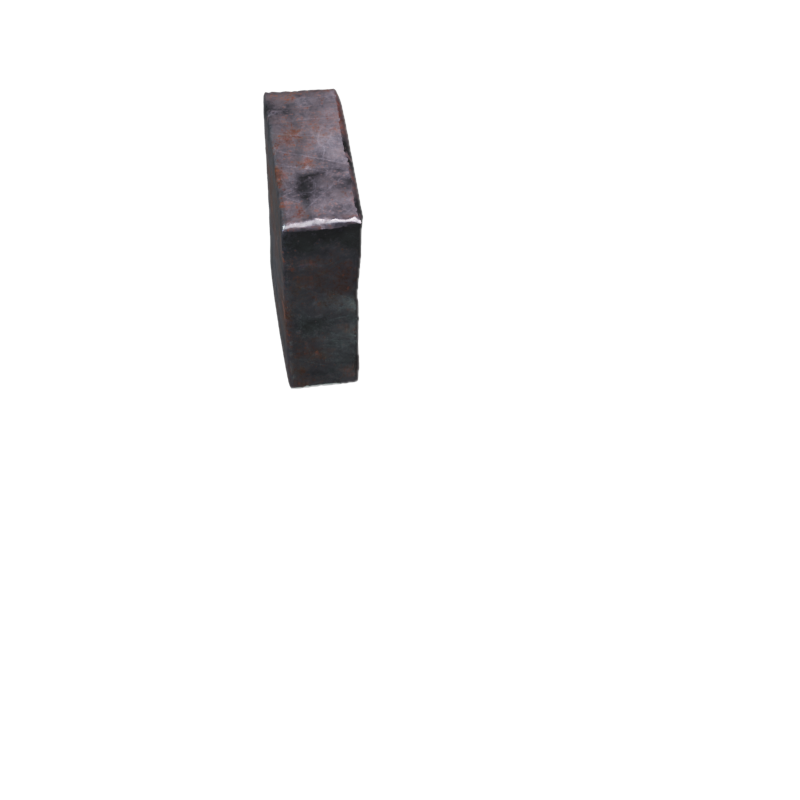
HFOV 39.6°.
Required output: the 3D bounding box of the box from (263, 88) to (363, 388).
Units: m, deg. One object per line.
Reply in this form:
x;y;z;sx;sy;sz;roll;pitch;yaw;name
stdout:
-0.076;-0.138;0.968;0.071;0.177;0.199;-5;-37;-8;box
